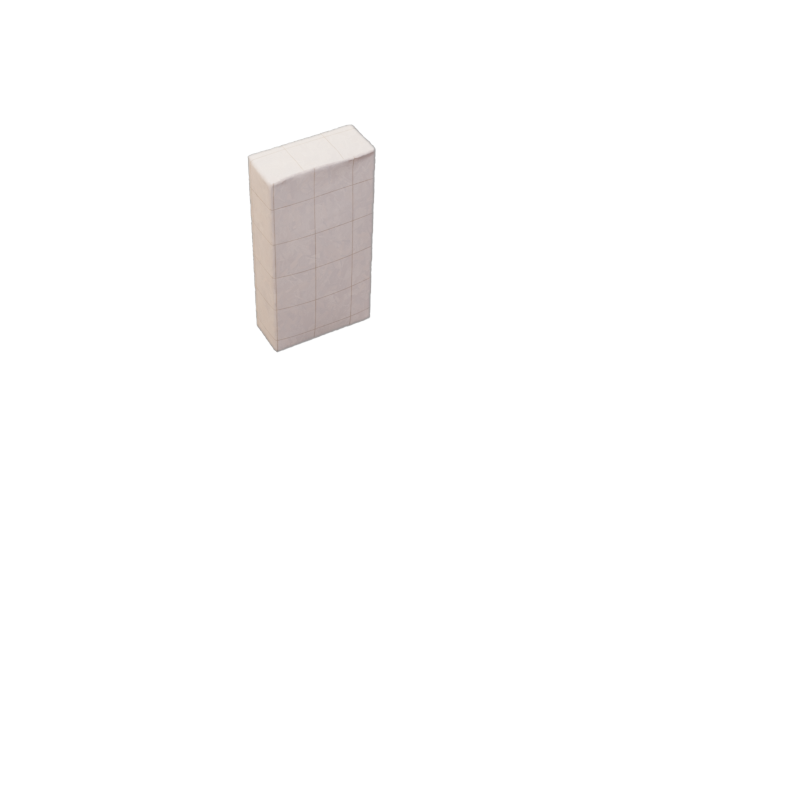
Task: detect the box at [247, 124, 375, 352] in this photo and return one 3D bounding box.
[{"bbox_3d":[-0.069,-0.126,0.884,0.092,0.164,0.052,-21,51,-22],"label":"box"}]
